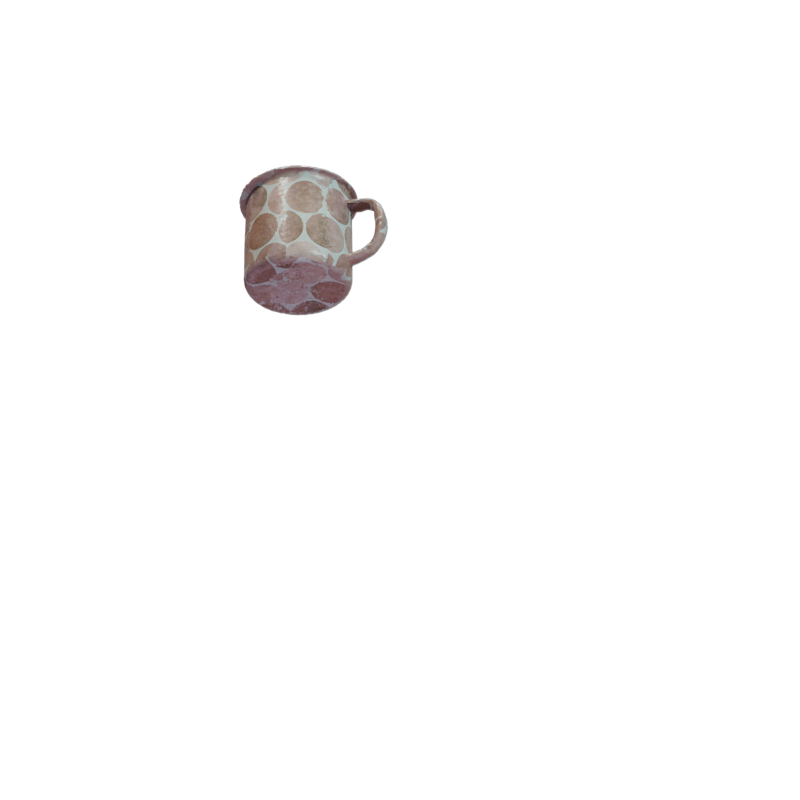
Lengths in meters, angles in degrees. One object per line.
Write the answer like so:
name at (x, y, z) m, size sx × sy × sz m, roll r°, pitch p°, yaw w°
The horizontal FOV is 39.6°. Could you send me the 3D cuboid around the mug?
mug at (-0.066, -0.120, 0.840) m, size 0.118 × 0.087 × 0.086 m, roll -10°, pitch -33°, yaw 14°
